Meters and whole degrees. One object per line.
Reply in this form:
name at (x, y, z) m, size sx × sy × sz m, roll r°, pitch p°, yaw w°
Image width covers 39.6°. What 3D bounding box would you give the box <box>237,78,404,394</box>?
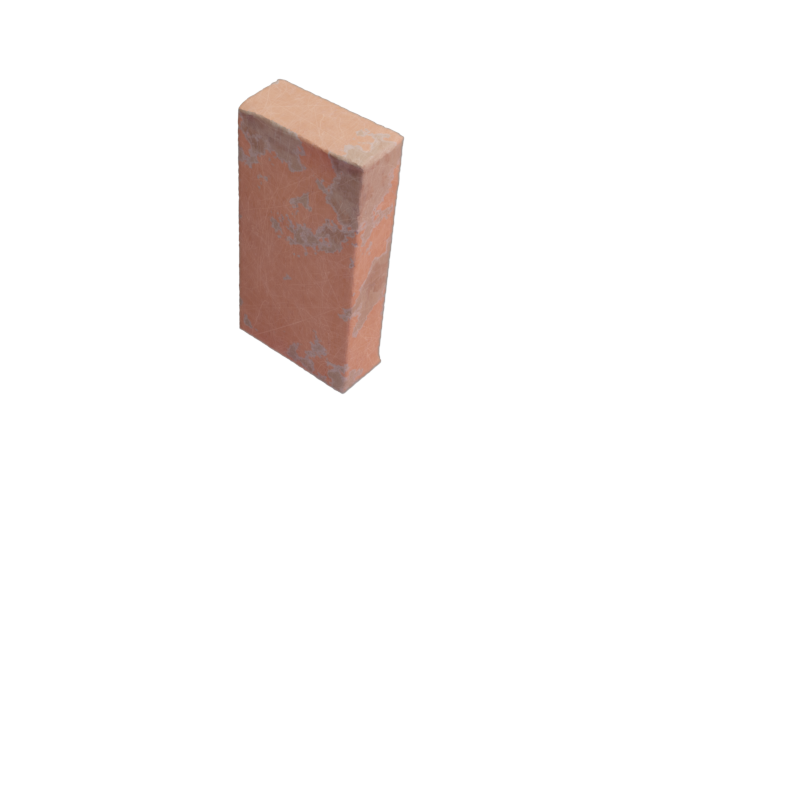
box at (-0.052, -0.095, 0.665) m, size 0.099 × 0.164 × 0.049 m, roll 31°, pitch 51°, yaw 25°
